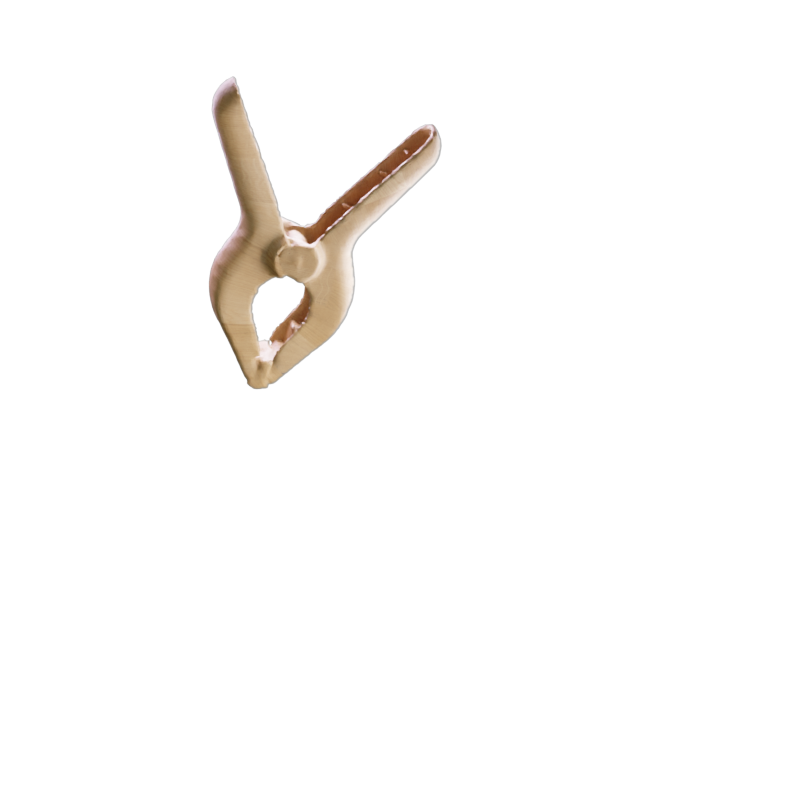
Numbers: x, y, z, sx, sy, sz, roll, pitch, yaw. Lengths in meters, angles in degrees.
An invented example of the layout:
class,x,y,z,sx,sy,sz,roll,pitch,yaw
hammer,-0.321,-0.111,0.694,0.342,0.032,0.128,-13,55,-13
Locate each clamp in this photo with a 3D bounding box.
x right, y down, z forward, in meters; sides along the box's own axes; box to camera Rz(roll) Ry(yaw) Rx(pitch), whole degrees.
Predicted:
class,x,y,z,sx,sy,sz,roll,pitch,yaw
clamp,-0.046,-0.085,0.594,0.119,0.163,0.041,7,27,-4
